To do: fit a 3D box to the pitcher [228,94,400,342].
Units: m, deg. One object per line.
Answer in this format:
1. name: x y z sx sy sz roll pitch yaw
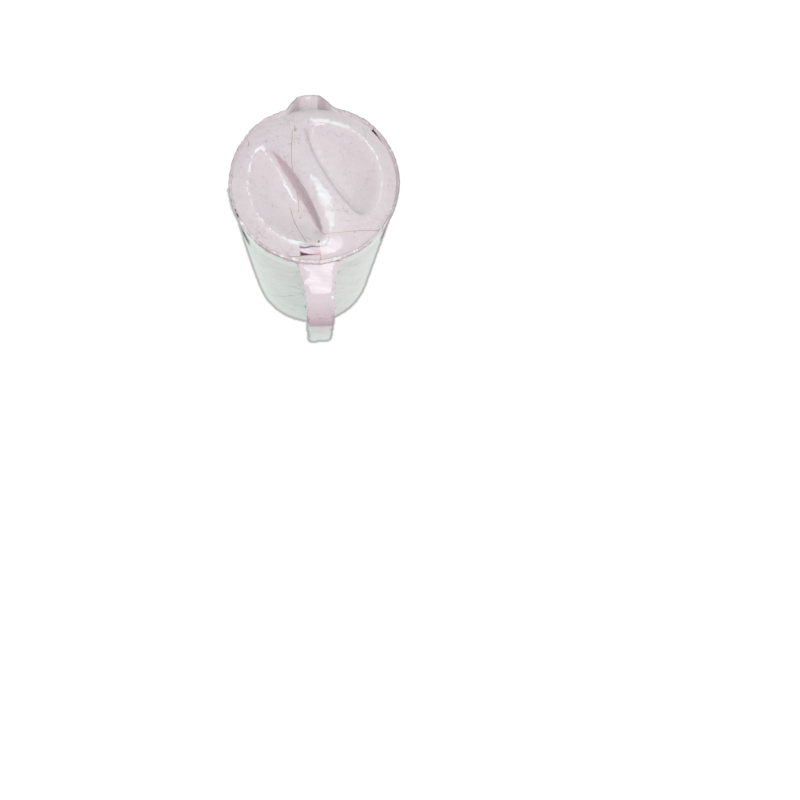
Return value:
1. pitcher: -0.075 -0.138 0.964 0.149 0.151 0.234 39 -12 6
